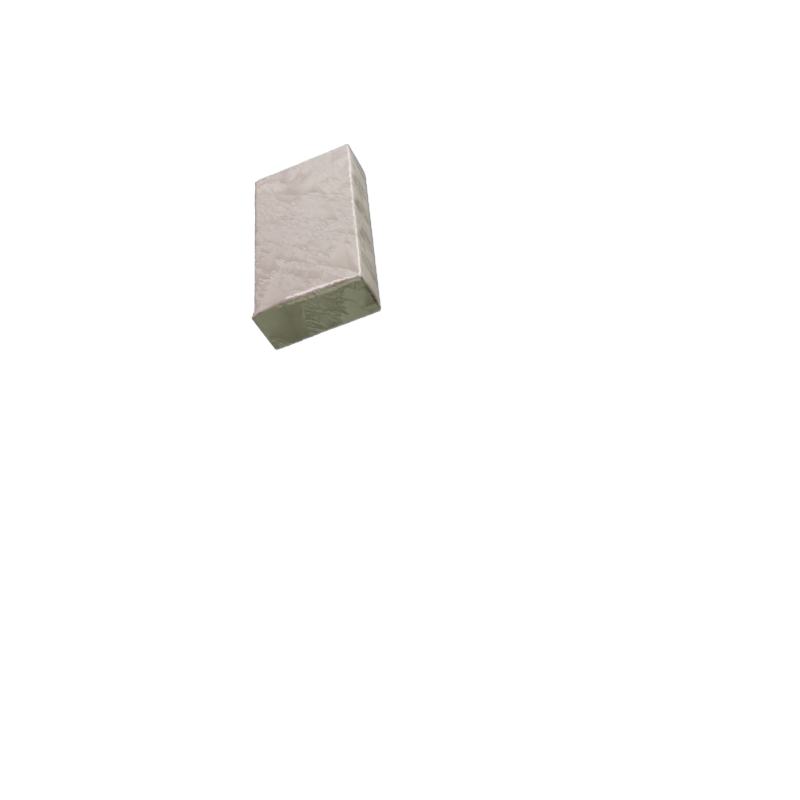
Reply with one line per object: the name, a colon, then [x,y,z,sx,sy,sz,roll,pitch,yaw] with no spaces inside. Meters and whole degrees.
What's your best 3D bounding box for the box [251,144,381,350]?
box: [-0.070,-0.128,0.895,0.094,0.044,0.189,-20,40,14]
